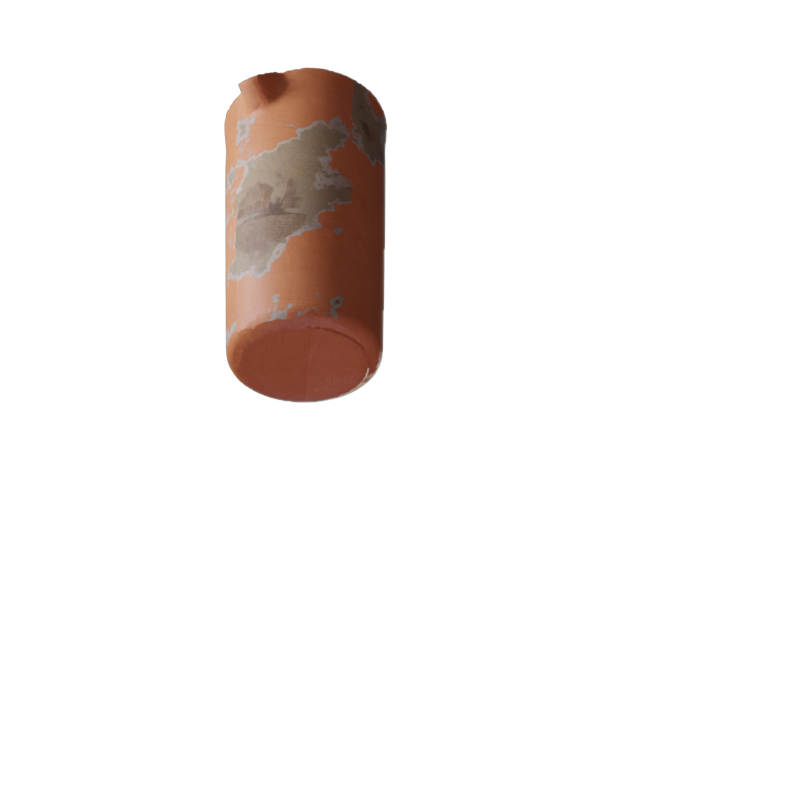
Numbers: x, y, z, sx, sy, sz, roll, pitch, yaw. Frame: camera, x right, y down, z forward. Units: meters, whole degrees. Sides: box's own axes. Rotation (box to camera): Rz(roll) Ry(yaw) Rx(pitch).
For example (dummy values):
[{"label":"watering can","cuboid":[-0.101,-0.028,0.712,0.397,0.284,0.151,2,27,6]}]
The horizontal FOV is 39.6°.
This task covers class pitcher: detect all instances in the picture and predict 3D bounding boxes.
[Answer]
[{"label":"pitcher","cuboid":[-0.066,-0.120,0.839,0.146,0.261,0.138,8,-39,-14]}]
